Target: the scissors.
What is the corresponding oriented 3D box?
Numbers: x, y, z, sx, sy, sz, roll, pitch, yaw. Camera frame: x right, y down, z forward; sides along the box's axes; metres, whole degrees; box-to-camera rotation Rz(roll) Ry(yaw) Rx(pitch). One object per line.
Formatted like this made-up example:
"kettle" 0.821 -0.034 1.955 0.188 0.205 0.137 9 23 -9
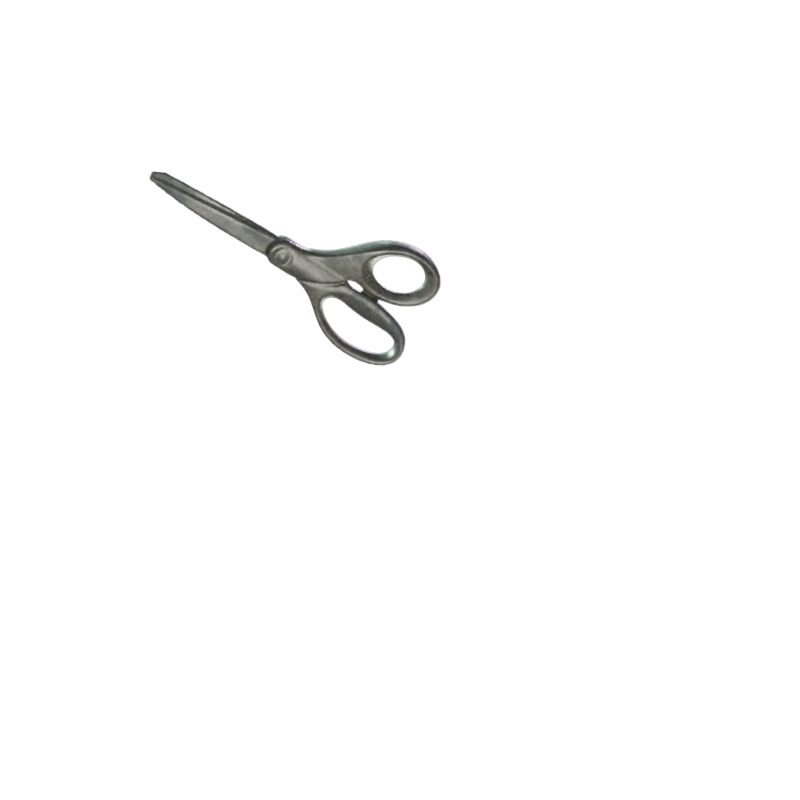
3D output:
"scissors" -0.055 -0.100 0.703 0.095 0.192 0.017 -38 21 17
